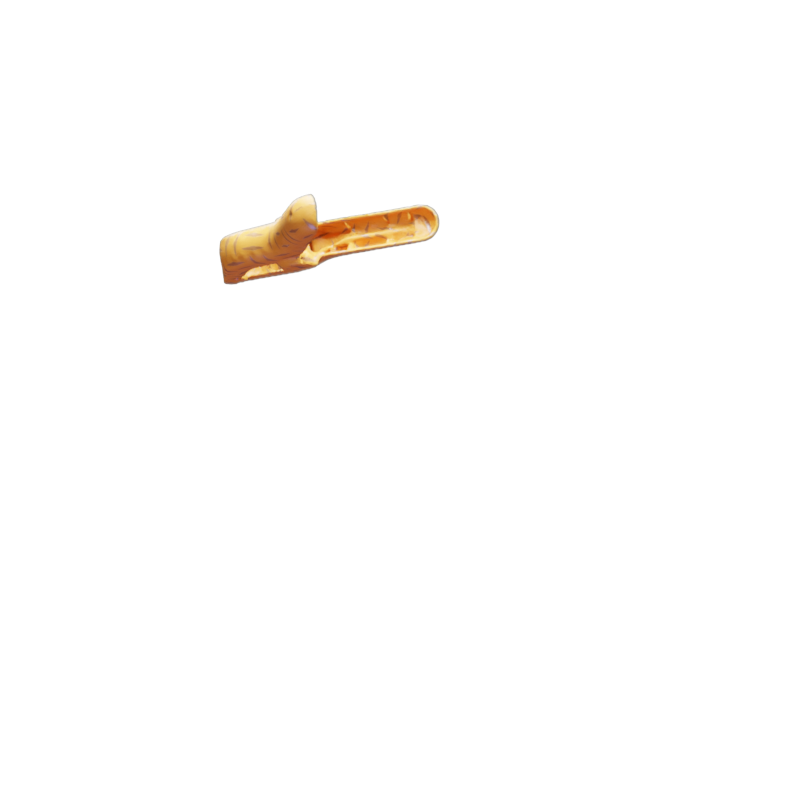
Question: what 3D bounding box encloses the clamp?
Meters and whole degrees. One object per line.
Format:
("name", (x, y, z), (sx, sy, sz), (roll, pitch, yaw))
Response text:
("clamp", (-0.060, -0.109, 0.761), (0.115, 0.040, 0.175), (3, -6, -34))
